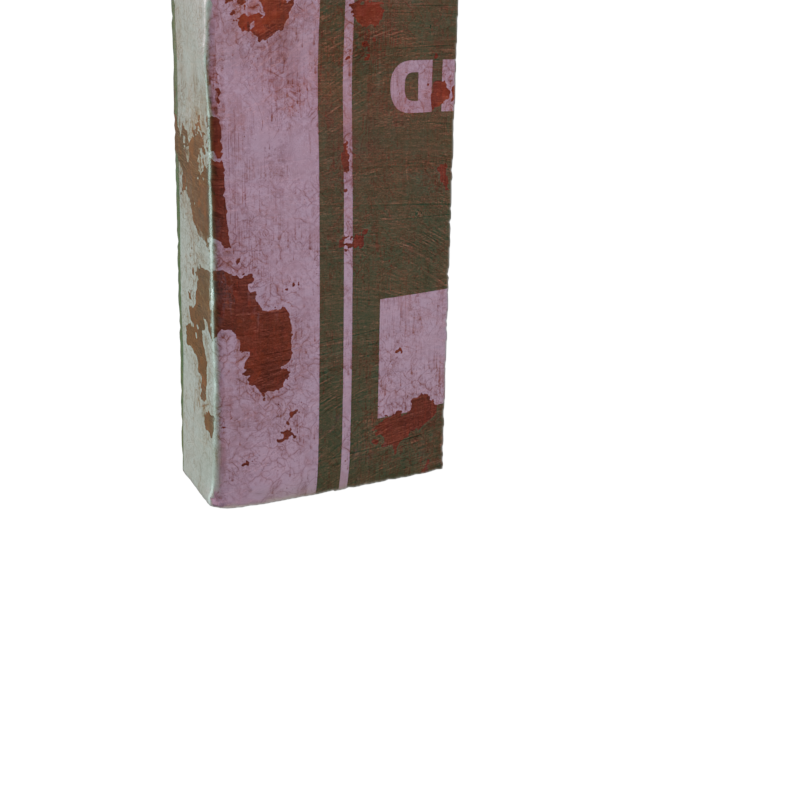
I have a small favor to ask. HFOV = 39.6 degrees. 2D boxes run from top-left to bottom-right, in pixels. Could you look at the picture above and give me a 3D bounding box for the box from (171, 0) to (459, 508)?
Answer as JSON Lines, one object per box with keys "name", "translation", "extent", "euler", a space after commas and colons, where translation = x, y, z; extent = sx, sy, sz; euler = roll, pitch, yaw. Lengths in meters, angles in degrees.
{"name": "box", "translation": [-0.031, -0.056, 0.392], "extent": [0.091, 0.171, 0.051], "euler": [-6, 14, -27]}
